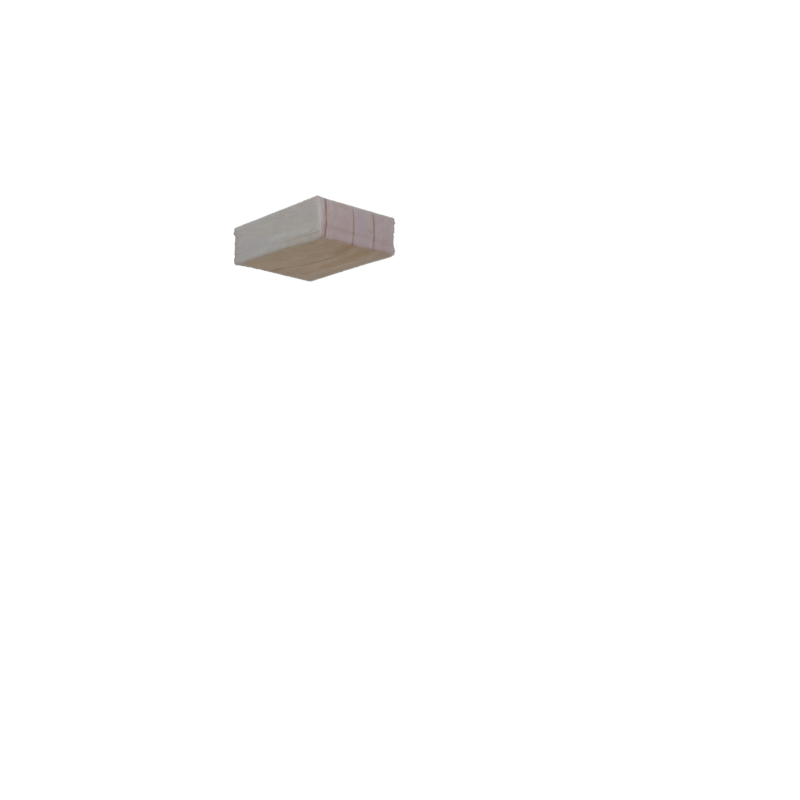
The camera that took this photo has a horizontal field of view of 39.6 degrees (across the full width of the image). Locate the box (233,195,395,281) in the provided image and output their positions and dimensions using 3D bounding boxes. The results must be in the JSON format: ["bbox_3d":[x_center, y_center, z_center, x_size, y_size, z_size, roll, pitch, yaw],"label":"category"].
[{"bbox_3d":[-0.074,-0.135,0.947,0.085,0.040,0.116,8,-12,-43],"label":"box"}]
